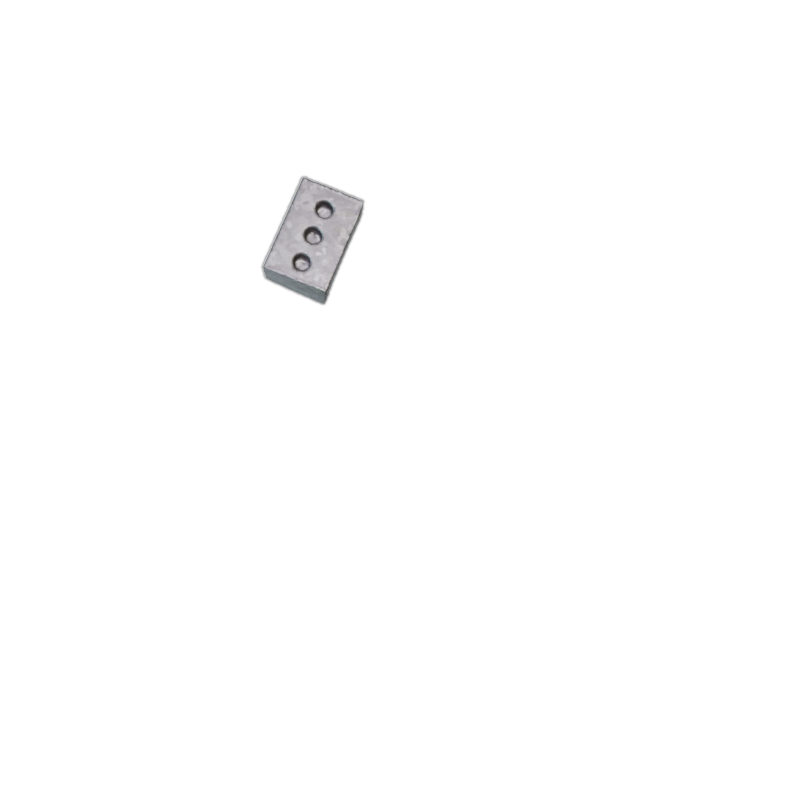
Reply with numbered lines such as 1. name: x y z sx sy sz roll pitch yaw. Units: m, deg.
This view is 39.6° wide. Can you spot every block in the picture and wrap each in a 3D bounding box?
1. block: -0.067 -0.121 0.850 0.053 0.079 0.050 22 -9 1
